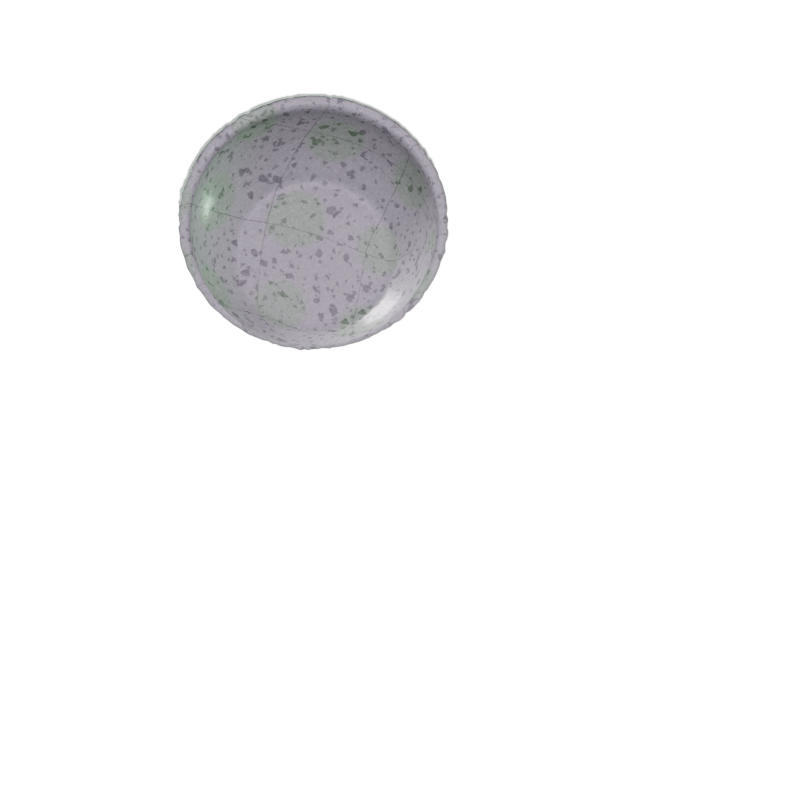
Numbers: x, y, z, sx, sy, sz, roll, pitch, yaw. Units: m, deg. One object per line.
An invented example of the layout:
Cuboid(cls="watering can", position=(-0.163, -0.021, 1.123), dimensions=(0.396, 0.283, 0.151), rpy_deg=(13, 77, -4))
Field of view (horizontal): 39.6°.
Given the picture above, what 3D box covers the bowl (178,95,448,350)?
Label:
Cuboid(cls="bowl", position=(-0.050, -0.091, 0.640), dimensions=(0.162, 0.155, 0.058), rpy_deg=(1, 22, -1))
